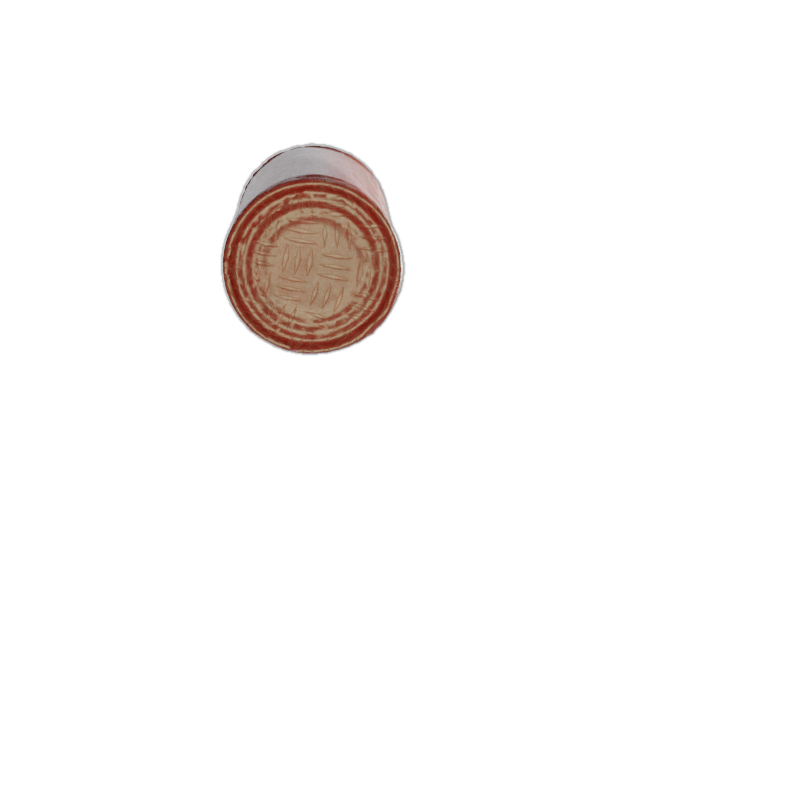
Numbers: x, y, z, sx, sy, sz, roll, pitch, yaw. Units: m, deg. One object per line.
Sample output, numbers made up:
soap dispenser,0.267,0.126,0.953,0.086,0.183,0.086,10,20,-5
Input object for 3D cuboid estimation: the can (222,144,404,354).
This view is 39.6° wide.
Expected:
can,-0.035,-0.064,0.449,0.068,0.066,0.106,0,17,-3
